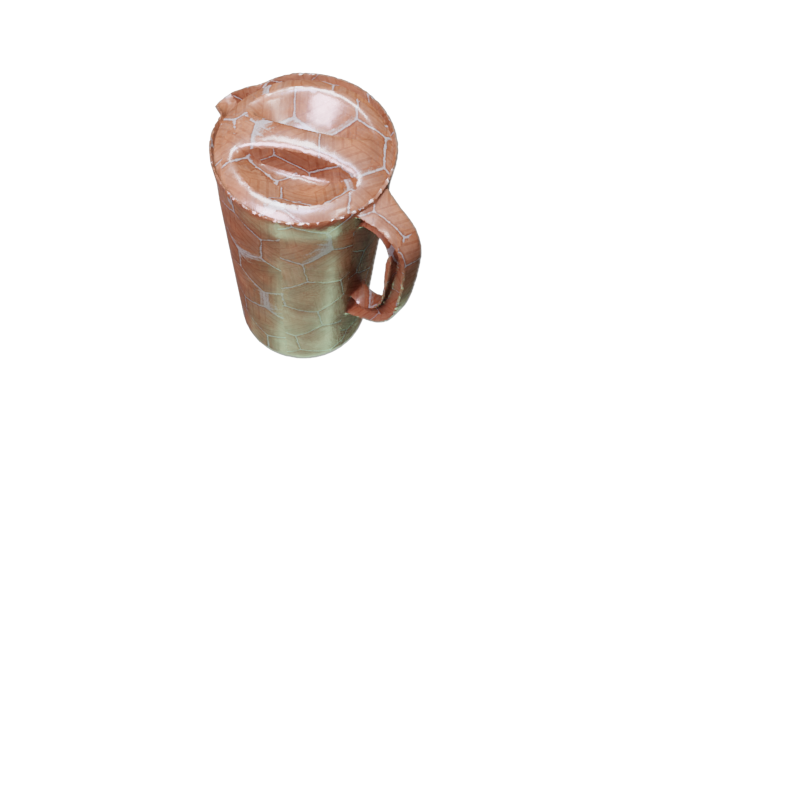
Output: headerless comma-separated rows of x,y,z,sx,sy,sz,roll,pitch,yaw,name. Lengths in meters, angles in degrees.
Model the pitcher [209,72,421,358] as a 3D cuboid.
-0.068,-0.124,0.868,0.144,0.159,0.229,-3,-27,-5,pitcher
